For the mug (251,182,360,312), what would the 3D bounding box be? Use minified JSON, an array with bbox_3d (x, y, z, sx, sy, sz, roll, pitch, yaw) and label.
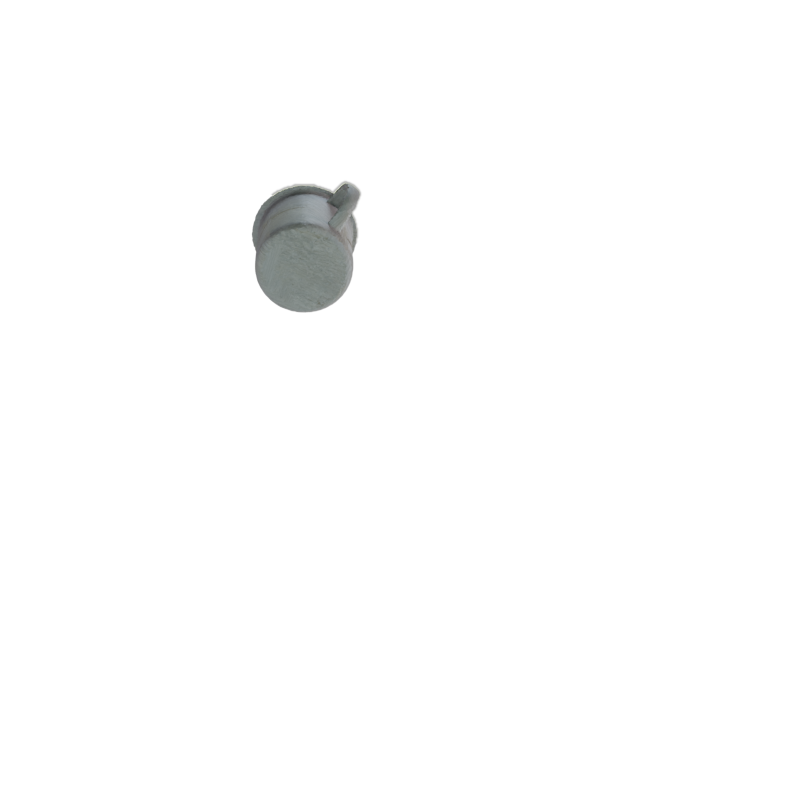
[{"bbox_3d":[-0.074,-0.134,0.941,0.090,0.115,0.086,38,19,-18],"label":"mug"}]
